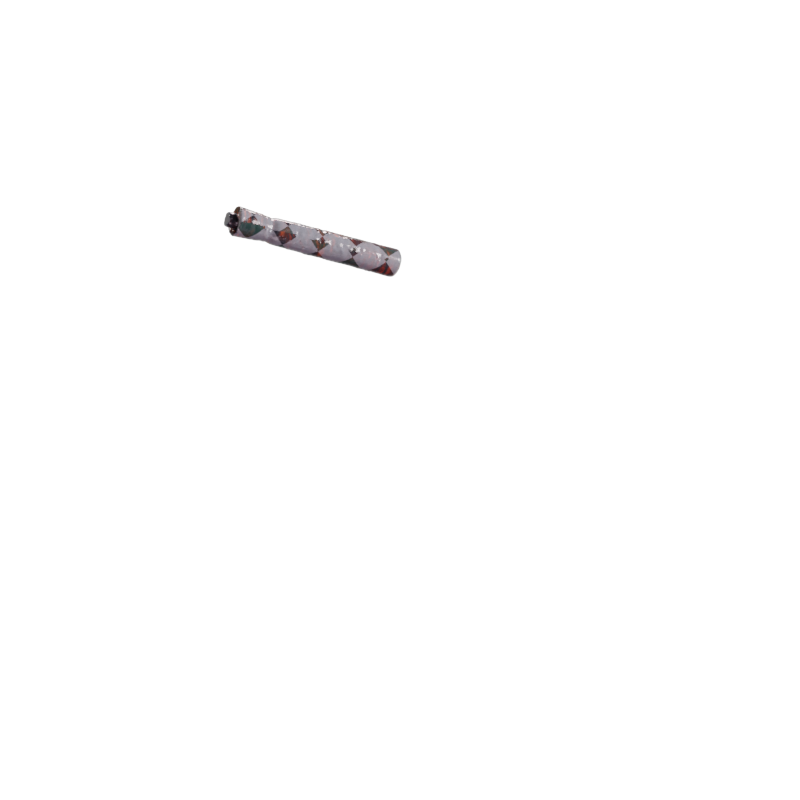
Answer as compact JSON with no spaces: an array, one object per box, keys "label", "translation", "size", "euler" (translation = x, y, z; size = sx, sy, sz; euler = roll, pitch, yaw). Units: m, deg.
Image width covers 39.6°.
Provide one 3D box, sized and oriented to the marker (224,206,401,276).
[{"label":"marker","translation":[-0.055,-0.101,0.705],"size":[0.116,0.020,0.020],"euler":[12,-2,-25]}]
